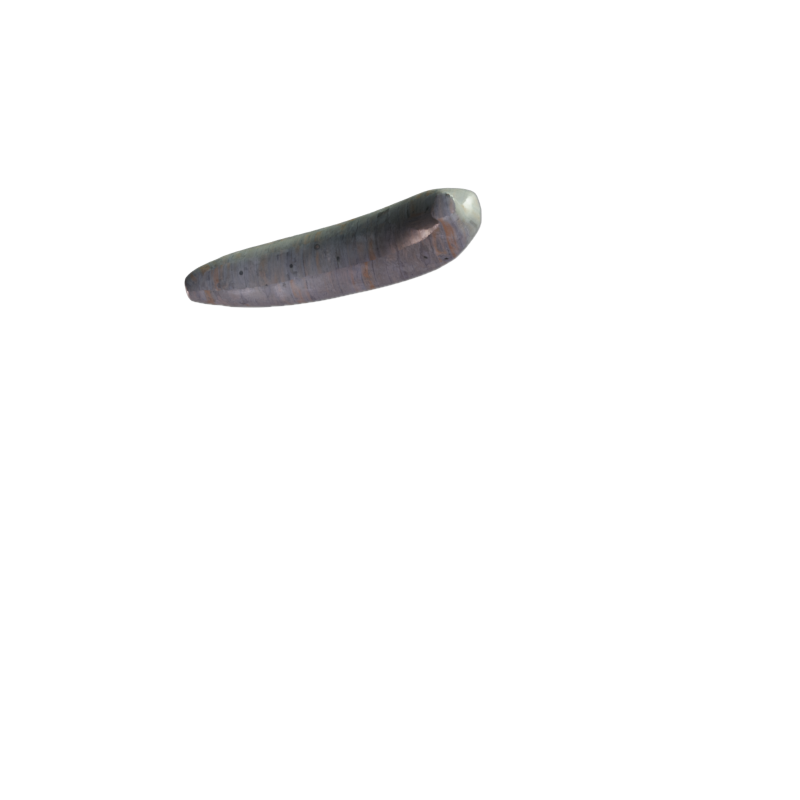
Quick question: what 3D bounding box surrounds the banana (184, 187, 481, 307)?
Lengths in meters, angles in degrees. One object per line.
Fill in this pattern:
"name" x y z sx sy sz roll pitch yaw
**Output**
"banana" -0.027 -0.077 0.559 0.066 0.038 0.201 12 -17 -43
